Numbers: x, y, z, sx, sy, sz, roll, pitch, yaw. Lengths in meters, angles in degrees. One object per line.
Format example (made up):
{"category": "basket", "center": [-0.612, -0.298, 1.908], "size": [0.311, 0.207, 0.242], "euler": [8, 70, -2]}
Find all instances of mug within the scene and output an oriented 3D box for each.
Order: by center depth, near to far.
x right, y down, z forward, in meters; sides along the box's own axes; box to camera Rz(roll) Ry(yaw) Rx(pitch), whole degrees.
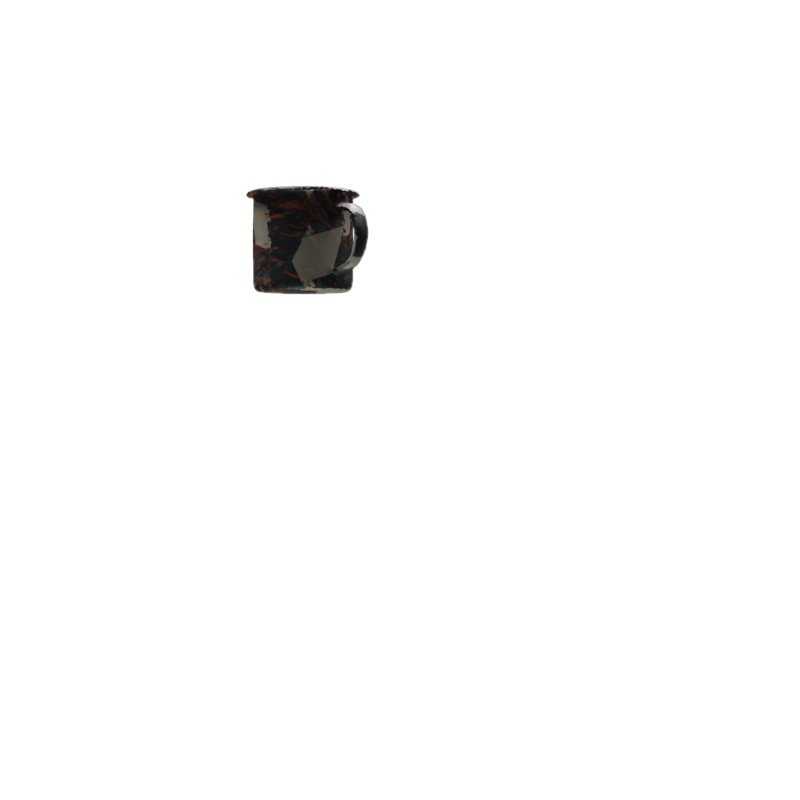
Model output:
{"category": "mug", "center": [-0.070, -0.128, 0.897], "size": [0.121, 0.082, 0.089], "euler": [0, 0, 43]}
